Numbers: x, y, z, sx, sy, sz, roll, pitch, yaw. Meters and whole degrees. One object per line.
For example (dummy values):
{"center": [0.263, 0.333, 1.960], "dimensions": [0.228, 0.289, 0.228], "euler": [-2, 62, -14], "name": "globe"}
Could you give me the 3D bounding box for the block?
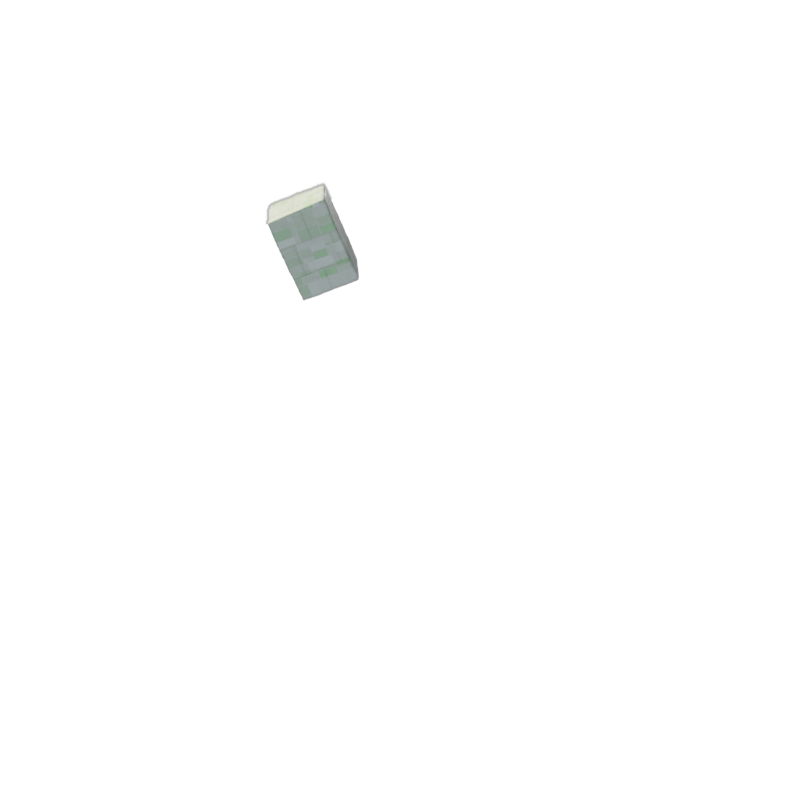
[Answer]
{"center": [-0.073, -0.134, 0.937], "dimensions": [0.053, 0.074, 0.054], "euler": [-21, 22, 7], "name": "block"}
